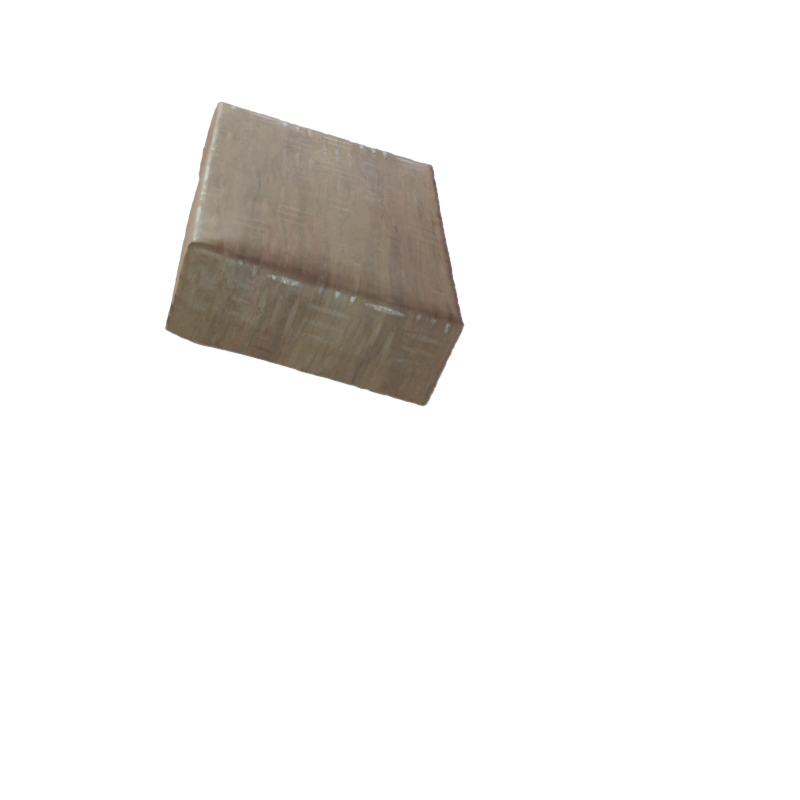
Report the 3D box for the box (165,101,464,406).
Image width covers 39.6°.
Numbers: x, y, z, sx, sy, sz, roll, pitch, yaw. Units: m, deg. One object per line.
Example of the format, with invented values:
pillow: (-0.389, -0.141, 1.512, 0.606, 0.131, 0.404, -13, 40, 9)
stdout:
box: (-0.056, -0.102, 0.717, 0.161, 0.069, 0.228, 14, 32, -12)
